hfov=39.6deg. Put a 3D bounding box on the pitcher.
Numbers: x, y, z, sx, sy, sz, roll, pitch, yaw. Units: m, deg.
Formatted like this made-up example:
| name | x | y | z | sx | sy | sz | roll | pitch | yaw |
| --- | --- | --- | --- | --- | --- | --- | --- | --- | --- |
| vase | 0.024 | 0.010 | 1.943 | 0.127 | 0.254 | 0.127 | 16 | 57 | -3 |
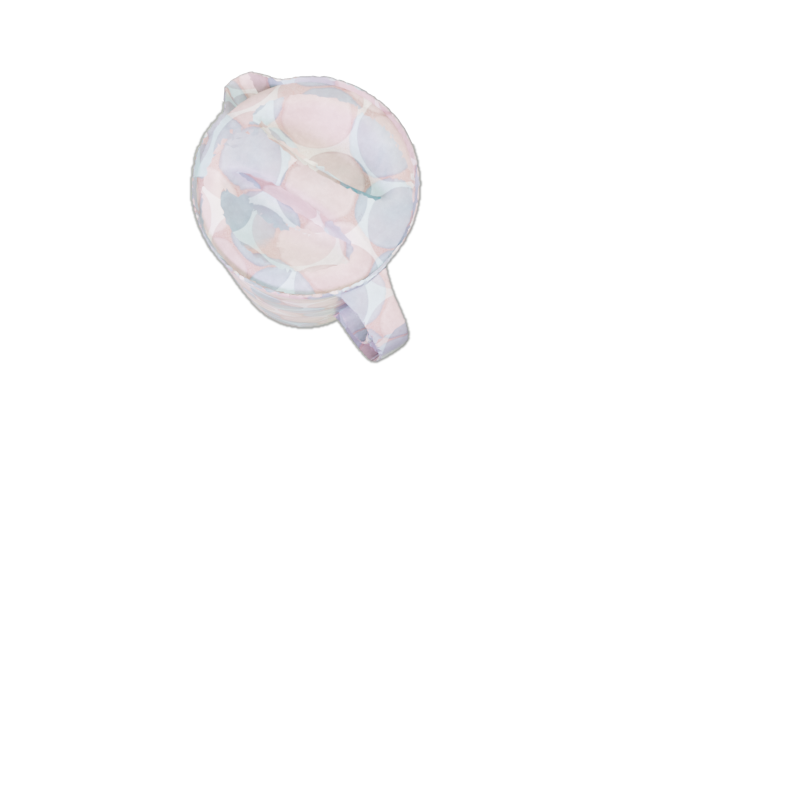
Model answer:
| name | x | y | z | sx | sy | sz | roll | pitch | yaw |
| --- | --- | --- | --- | --- | --- | --- | --- | --- | --- |
| pitcher | -0.059 | -0.107 | 0.748 | 0.145 | 0.152 | 0.238 | 13 | -7 | -2 |
